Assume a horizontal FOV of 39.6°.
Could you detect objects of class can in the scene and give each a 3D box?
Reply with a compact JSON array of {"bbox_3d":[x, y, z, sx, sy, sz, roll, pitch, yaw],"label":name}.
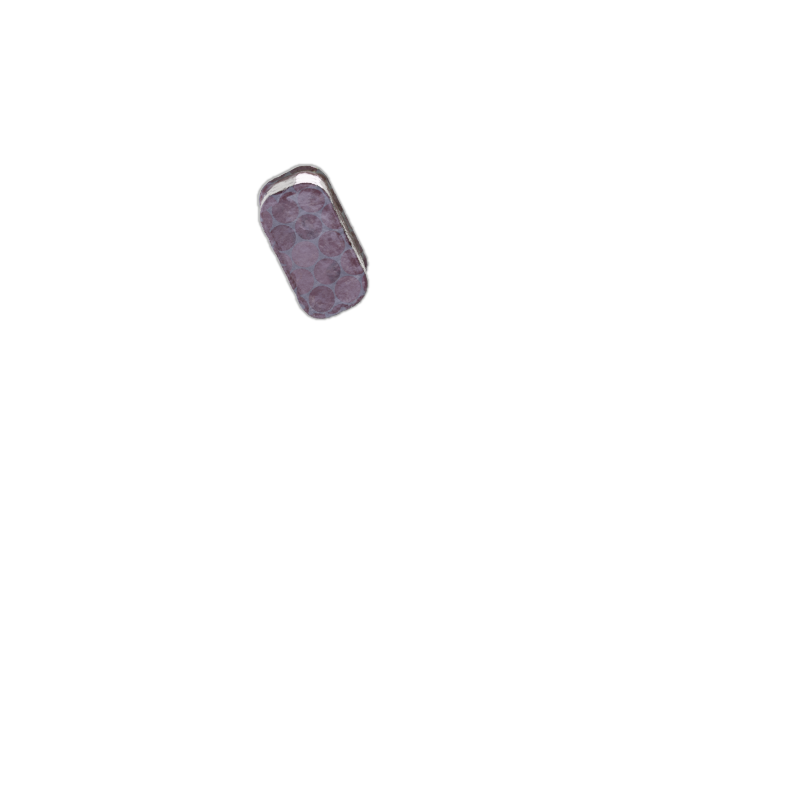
[{"bbox_3d":[-0.063,-0.115,0.804,0.057,0.099,0.086,-25,13,4],"label":"can"}]
